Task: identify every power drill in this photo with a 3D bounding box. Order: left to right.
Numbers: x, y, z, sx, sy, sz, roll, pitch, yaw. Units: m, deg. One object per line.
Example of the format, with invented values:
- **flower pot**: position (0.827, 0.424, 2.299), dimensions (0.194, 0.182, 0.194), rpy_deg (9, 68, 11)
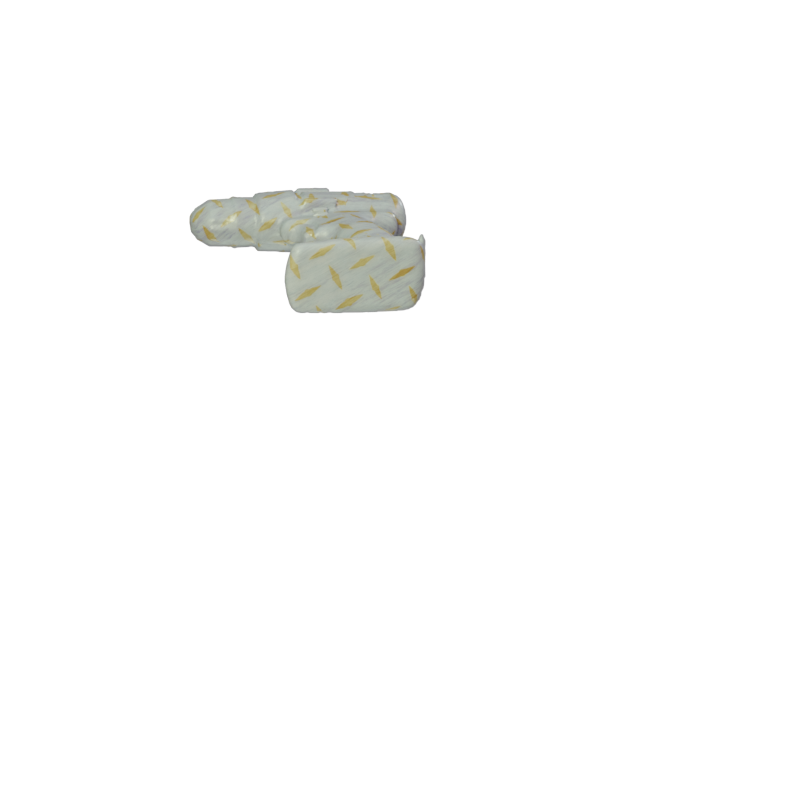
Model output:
- **power drill**: position (-0.069, -0.125, 0.879), dimensions (0.182, 0.055, 0.199), rpy_deg (-5, 25, -12)
